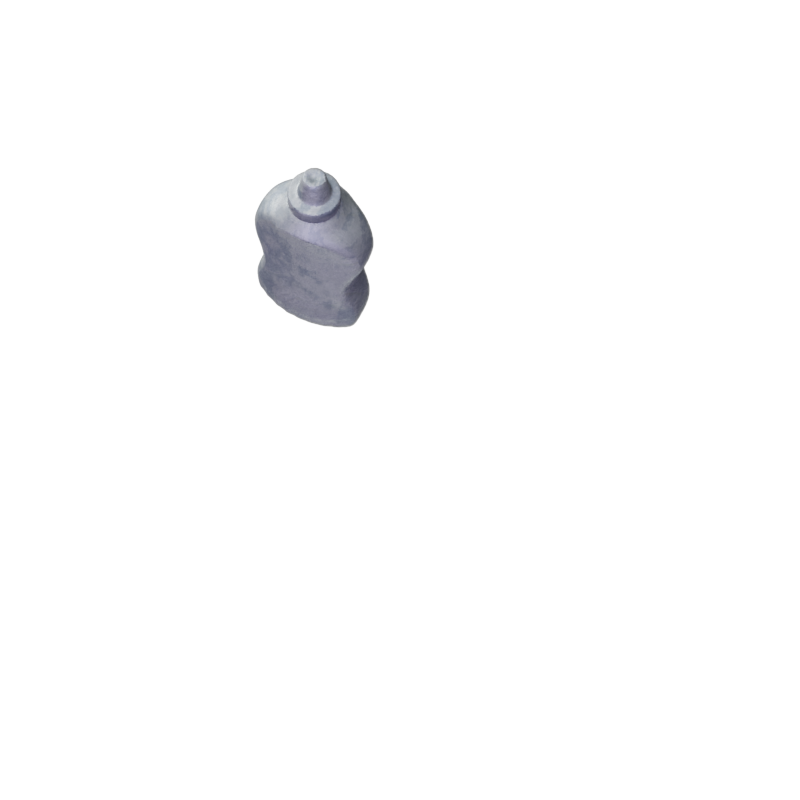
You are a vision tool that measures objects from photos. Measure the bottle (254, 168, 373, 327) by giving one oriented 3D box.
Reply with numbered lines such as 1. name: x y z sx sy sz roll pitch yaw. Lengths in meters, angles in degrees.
1. bottle: -0.070 -0.128 0.892 0.098 0.060 0.182 27 -22 8
